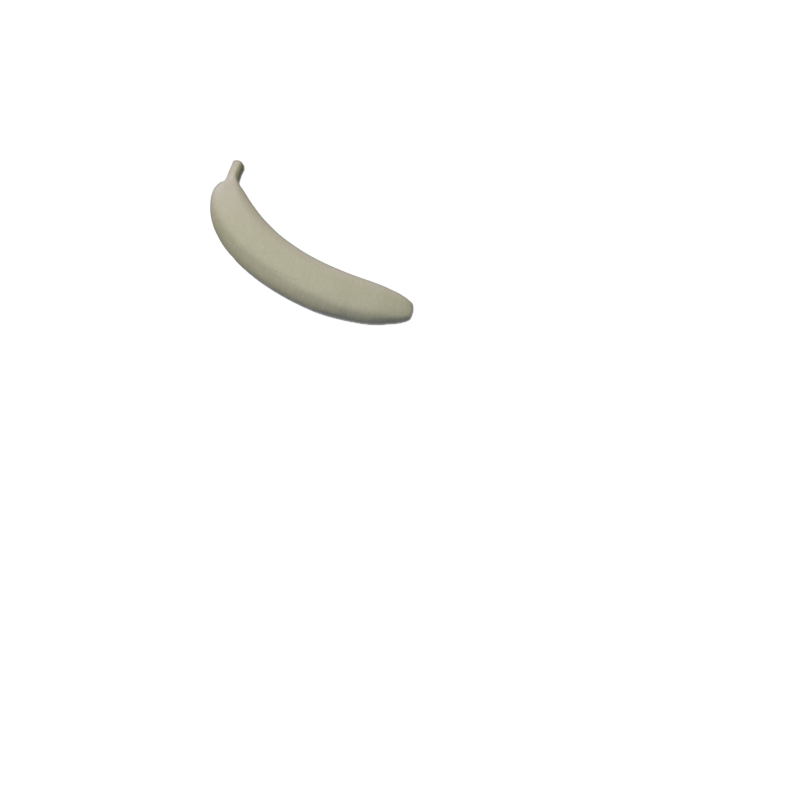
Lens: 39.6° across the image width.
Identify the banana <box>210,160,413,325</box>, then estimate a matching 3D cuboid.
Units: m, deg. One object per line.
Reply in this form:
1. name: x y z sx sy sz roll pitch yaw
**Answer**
1. banana: -0.081 -0.111 0.839 0.070 0.208 0.035 -41 -21 -19
